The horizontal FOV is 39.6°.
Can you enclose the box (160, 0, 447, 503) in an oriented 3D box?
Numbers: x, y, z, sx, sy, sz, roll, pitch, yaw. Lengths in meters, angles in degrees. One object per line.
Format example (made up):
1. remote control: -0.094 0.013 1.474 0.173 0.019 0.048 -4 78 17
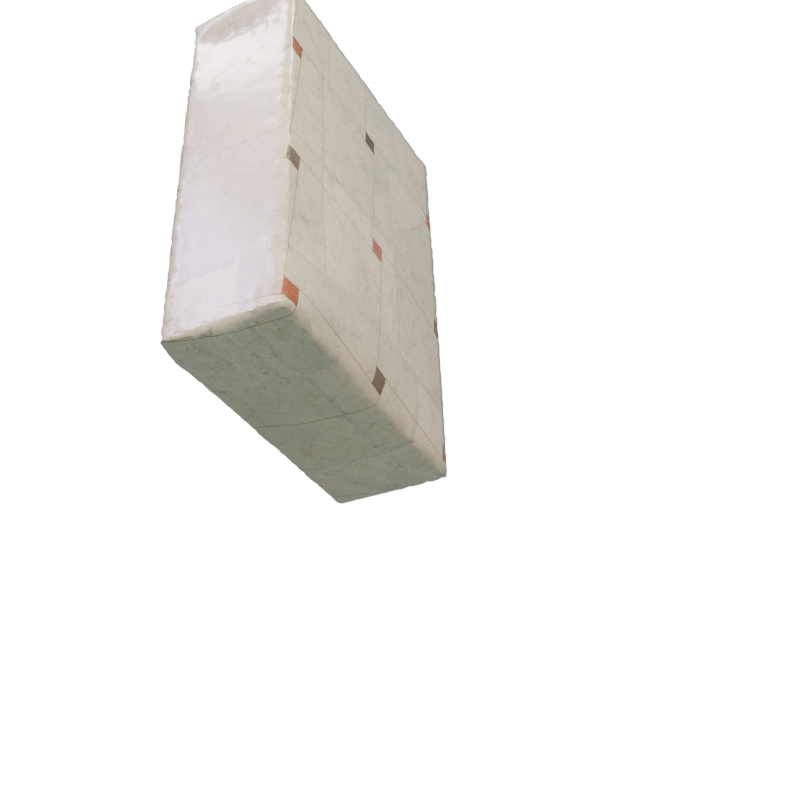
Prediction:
1. box: -0.045 -0.081 0.569 0.072 0.229 0.152 -20 -40 21
